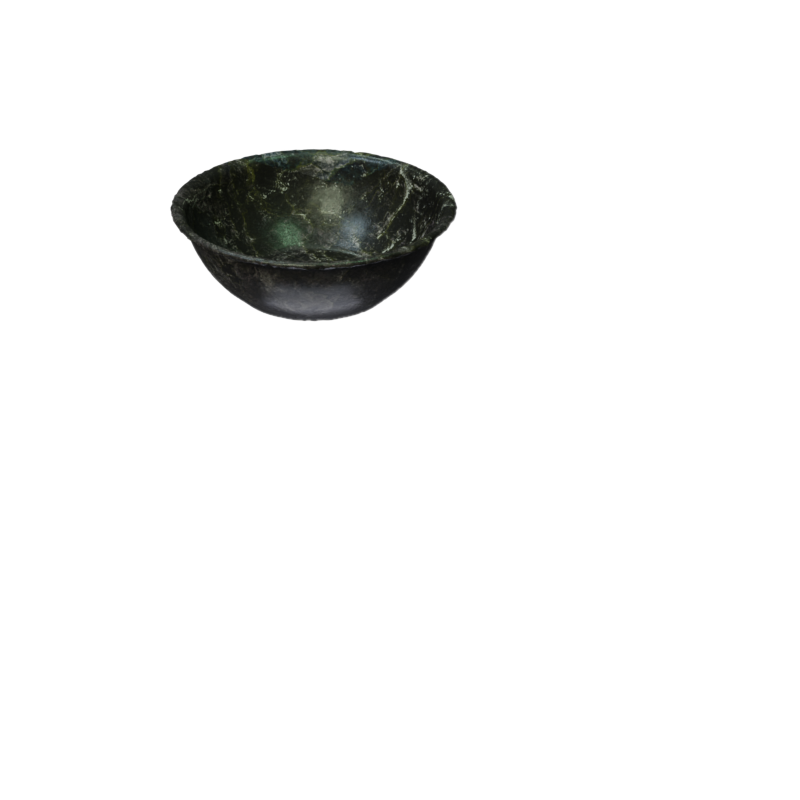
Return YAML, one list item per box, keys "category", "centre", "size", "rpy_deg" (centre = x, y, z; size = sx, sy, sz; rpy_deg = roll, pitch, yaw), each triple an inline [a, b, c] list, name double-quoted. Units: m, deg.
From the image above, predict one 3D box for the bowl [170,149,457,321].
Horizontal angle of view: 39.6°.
- category: "bowl"
  centre: [-0.050, -0.091, 0.640]
  size: [0.162, 0.052, 0.172]
  rpy_deg: [-1, 32, -2]
